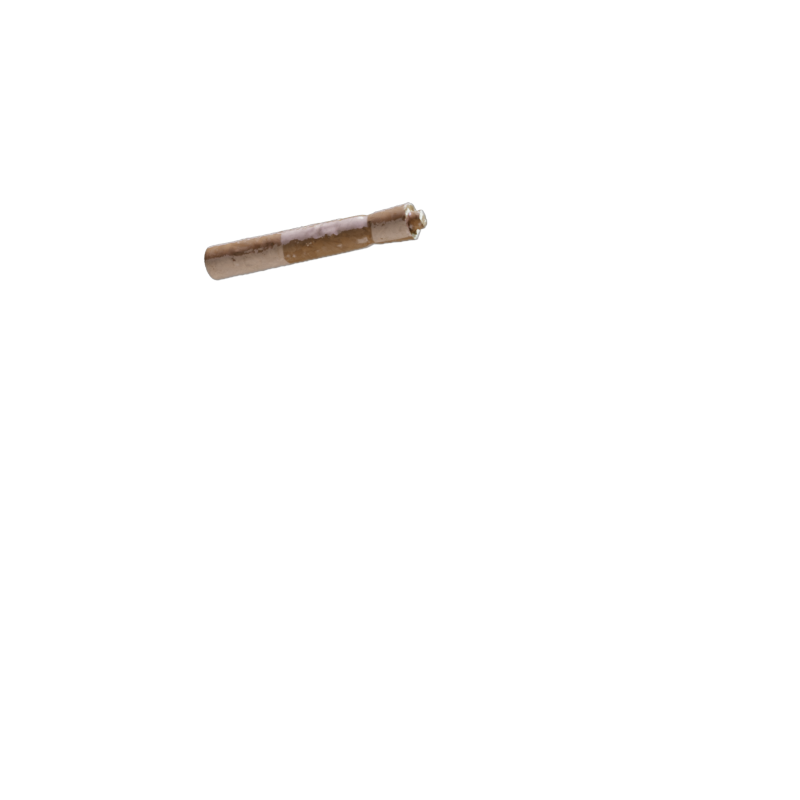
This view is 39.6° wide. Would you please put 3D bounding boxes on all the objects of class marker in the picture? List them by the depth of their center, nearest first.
[{"bbox_3d":[-0.044,-0.080,0.561,0.123,0.020,0.019,-8,0,25],"label":"marker"}]
